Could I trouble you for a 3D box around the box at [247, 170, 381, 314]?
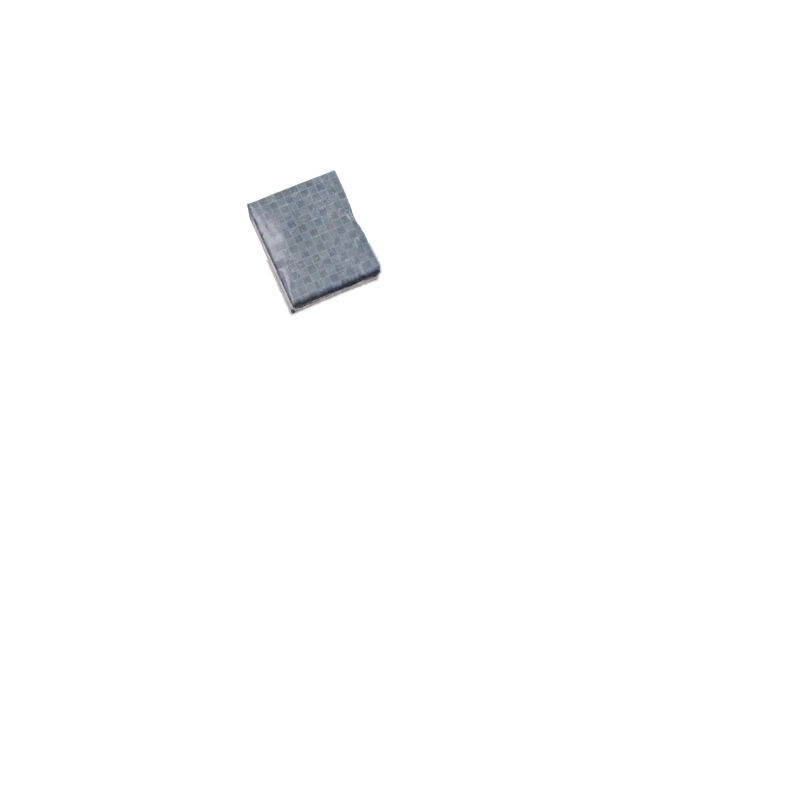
[{"bbox_3d":[-0.065,-0.119,0.837,0.073,0.093,0.029,-22,-16,-7],"label":"box"}]
